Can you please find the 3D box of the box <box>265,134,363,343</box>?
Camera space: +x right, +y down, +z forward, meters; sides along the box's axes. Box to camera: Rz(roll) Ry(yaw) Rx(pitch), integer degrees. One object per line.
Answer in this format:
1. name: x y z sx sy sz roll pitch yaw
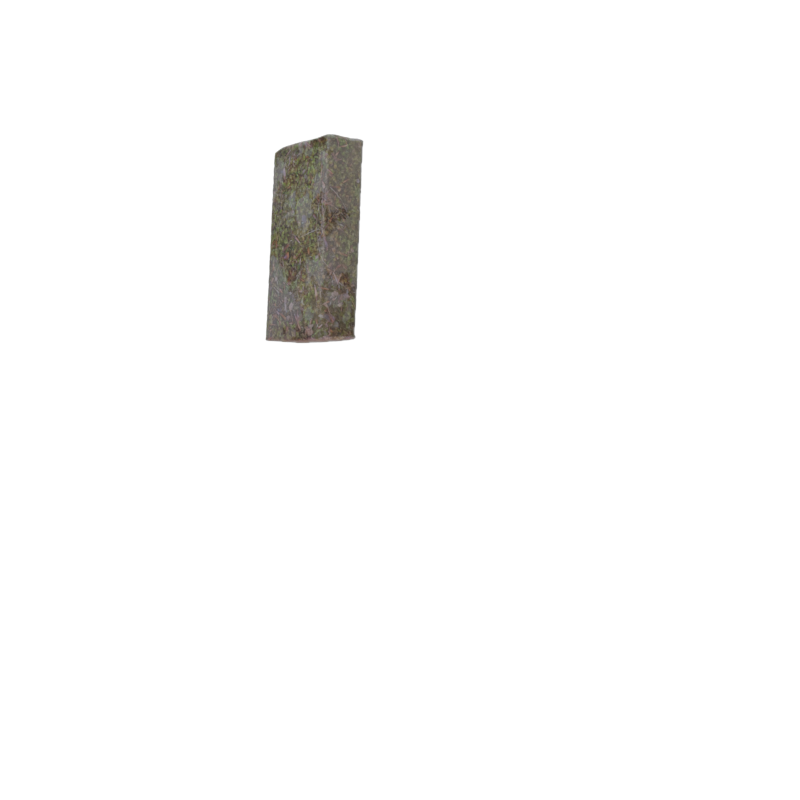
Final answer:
1. box: -0.077 -0.140 0.978 0.046 0.179 0.096 4 -6 -35
